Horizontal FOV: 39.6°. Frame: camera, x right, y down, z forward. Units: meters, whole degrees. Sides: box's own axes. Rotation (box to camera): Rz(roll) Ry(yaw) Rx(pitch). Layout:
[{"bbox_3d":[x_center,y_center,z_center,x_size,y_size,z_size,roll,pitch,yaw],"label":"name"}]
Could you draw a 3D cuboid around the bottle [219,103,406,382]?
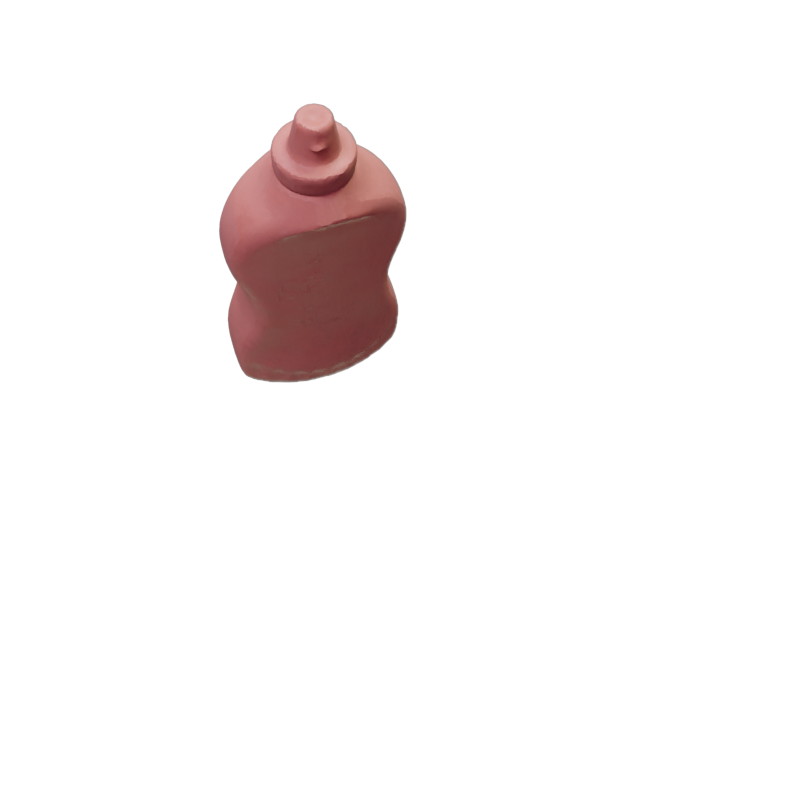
[{"bbox_3d":[-0.045,-0.082,0.579,0.095,0.063,0.179,-14,-30,-12],"label":"bottle"}]
